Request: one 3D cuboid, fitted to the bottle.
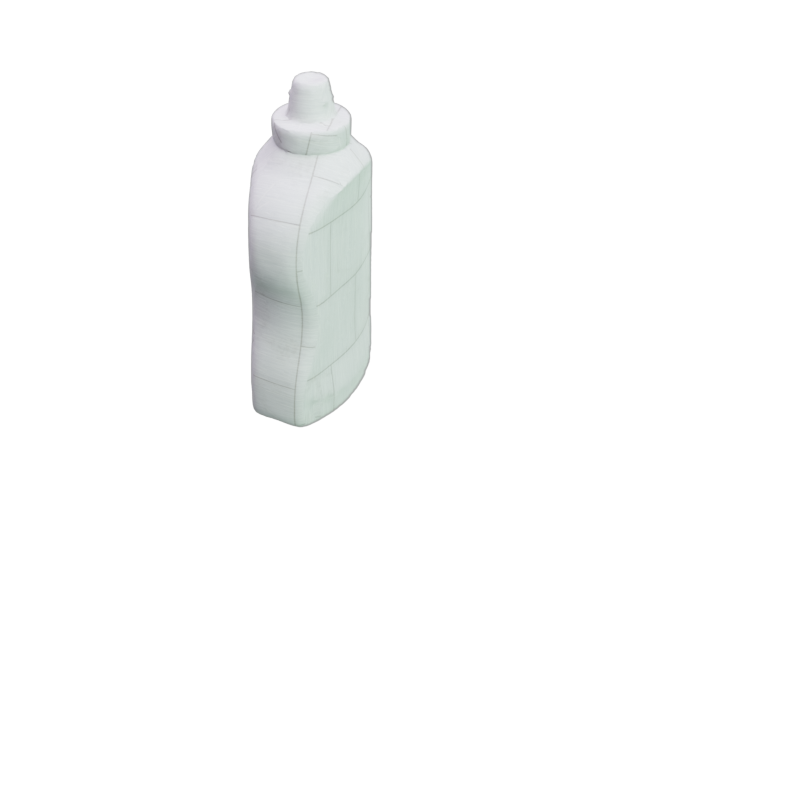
[{"bbox_3d":[-0.047,-0.086,0.601,0.061,0.179,0.099,17,38,19],"label":"bottle"}]
